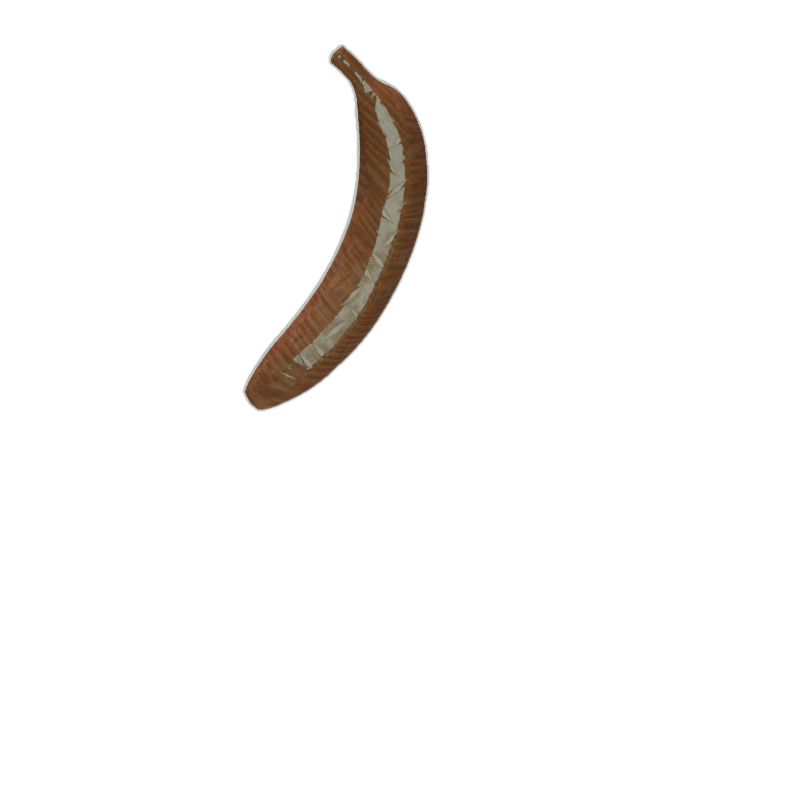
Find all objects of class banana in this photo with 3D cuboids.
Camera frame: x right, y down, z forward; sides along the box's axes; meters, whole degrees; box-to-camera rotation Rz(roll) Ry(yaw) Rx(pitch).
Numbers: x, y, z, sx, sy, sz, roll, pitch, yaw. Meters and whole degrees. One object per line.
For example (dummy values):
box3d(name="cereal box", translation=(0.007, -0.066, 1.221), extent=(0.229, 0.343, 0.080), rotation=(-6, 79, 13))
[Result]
box3d(name="banana", translation=(-0.027, -0.083, 0.589), extent=(0.069, 0.194, 0.038), rotation=(15, 9, -4))
